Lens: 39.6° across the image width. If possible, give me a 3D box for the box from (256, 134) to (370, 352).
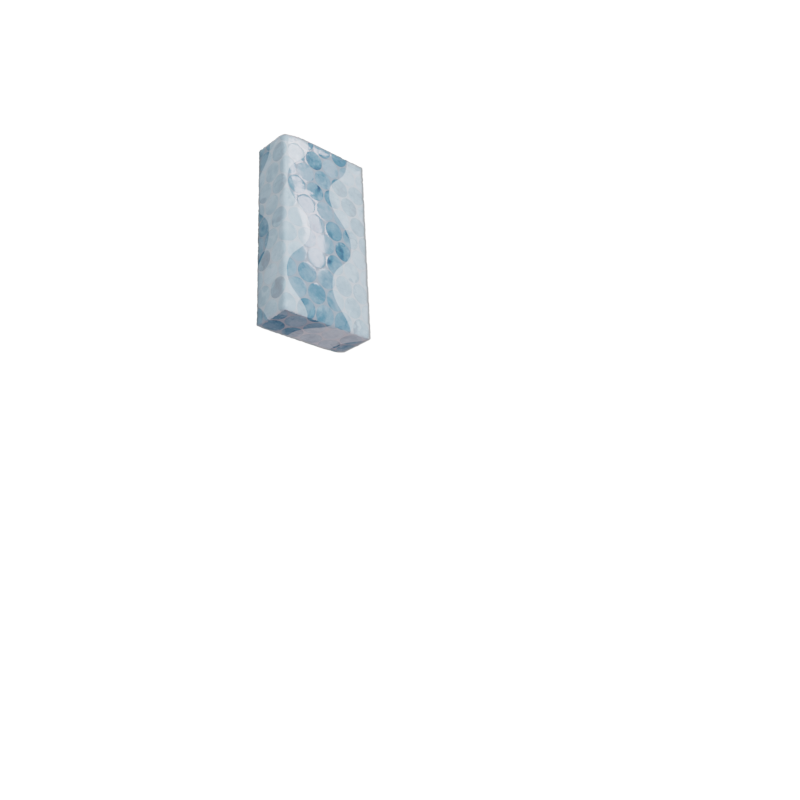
[{"bbox_3d":[-0.074,-0.135,0.946,0.088,0.187,0.048,20,-35,-36],"label":"box"}]
